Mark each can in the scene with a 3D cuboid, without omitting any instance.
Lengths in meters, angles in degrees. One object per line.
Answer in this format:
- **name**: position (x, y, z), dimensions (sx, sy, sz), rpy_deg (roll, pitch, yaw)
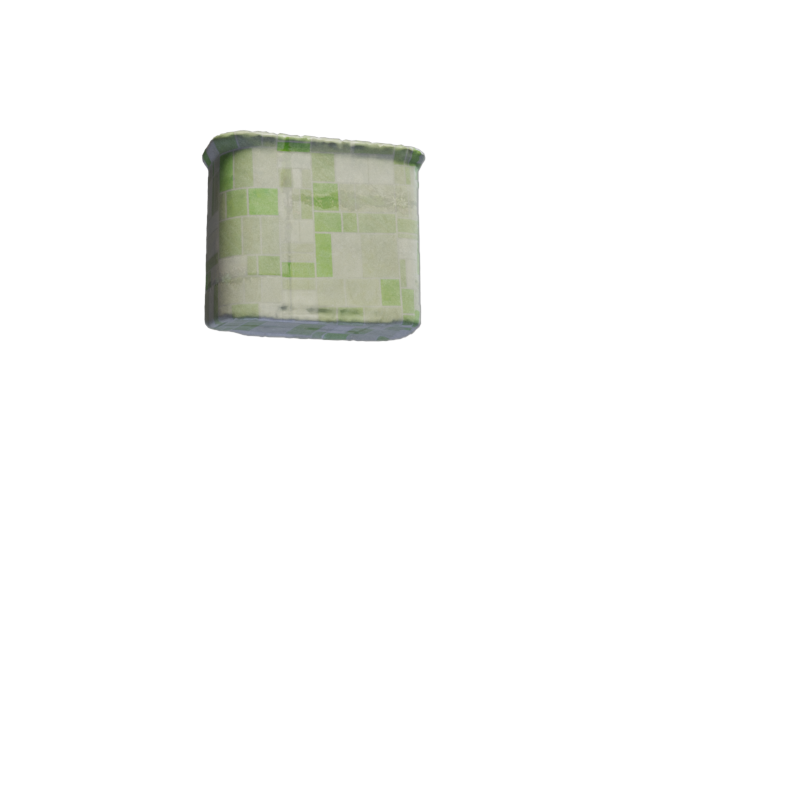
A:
- **can**: position (-0.040, -0.073, 0.510), dimensions (0.099, 0.086, 0.057), rpy_deg (2, -11, -17)
